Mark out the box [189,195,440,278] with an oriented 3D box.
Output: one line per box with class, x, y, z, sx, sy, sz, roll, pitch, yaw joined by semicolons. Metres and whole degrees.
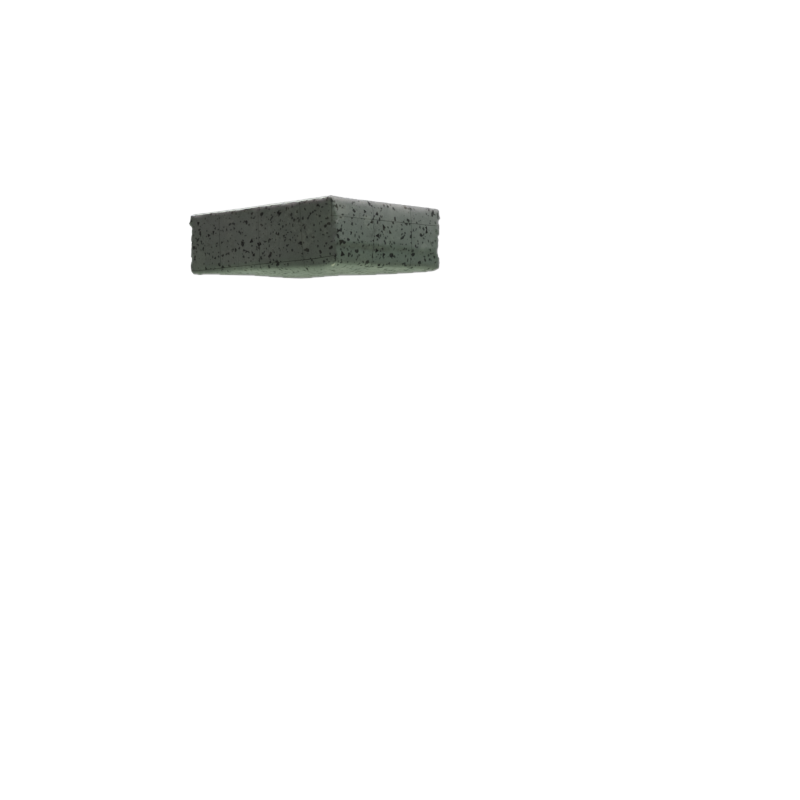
box;-0.048;-0.088;0.618;0.118;0.039;0.086;4;5;42
